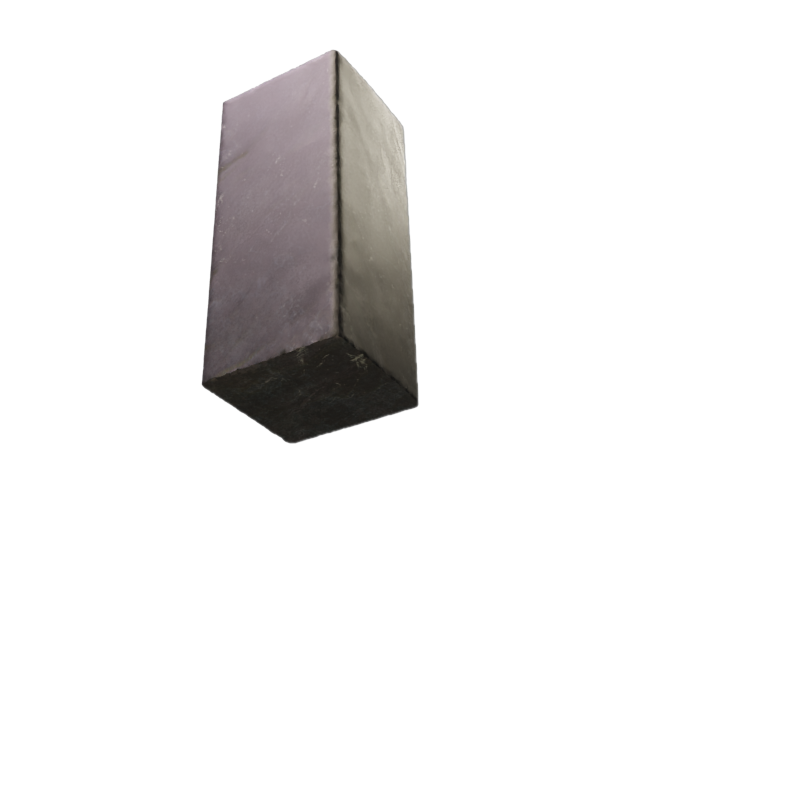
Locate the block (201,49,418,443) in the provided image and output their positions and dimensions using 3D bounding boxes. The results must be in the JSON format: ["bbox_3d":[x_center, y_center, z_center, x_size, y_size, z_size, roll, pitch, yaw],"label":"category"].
[{"bbox_3d":[-0.051,-0.094,0.661,0.091,0.220,0.083,-20,-37,24],"label":"block"}]
